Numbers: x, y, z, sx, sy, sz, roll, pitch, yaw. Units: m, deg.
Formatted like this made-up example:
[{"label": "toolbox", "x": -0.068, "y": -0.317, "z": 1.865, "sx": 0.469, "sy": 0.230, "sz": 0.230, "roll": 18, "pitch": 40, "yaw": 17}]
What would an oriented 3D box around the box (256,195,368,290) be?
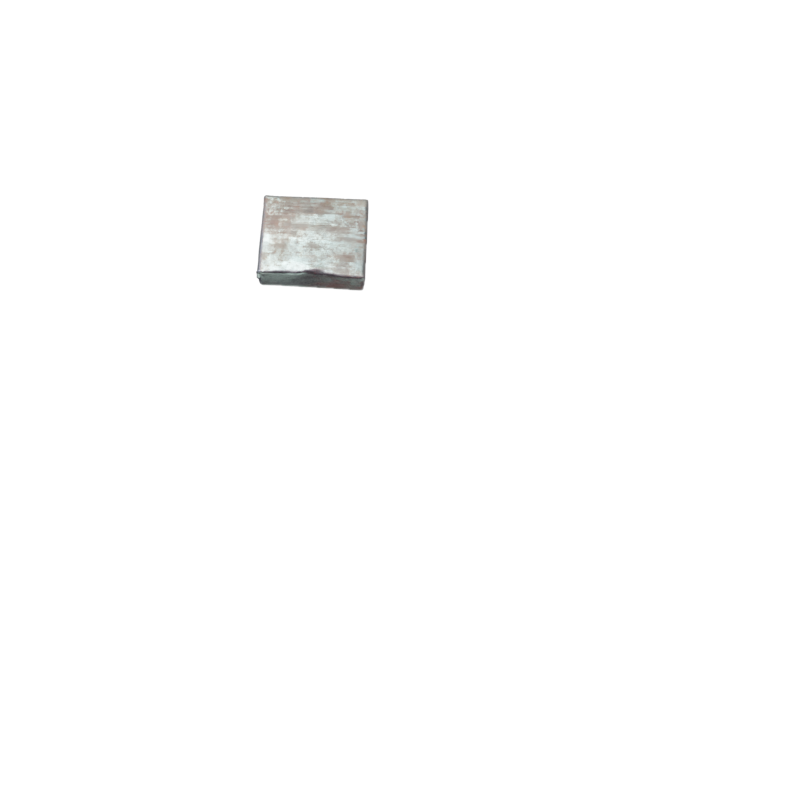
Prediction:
[{"label": "box", "x": -0.072, "y": -0.132, "z": 0.922, "sx": 0.089, "sy": 0.077, "sz": 0.028, "roll": 3, "pitch": -25, "yaw": 1}]
